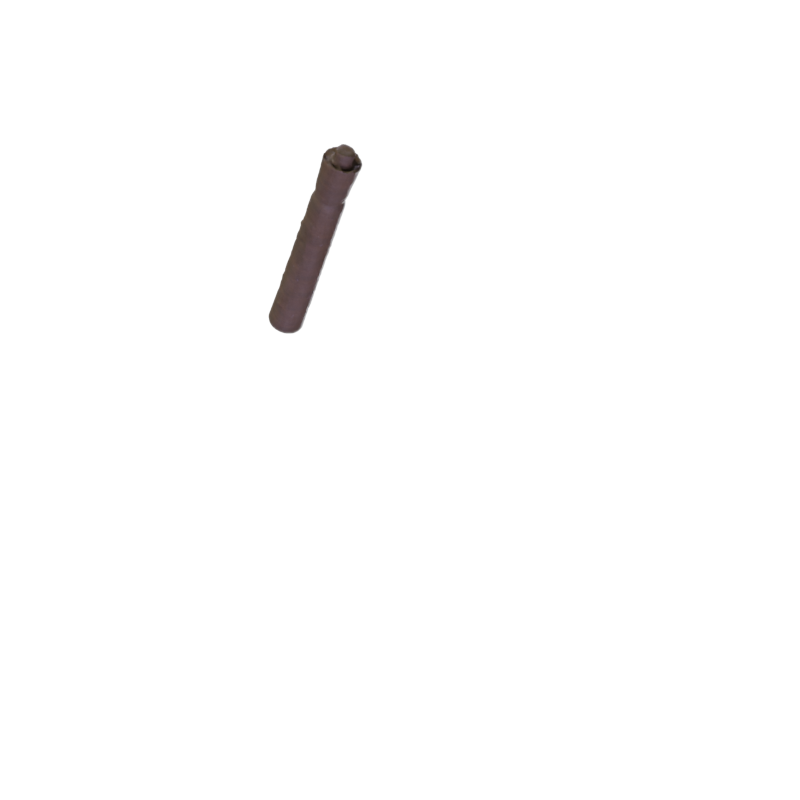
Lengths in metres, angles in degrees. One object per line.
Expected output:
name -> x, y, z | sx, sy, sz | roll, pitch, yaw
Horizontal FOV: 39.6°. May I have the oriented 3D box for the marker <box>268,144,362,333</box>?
marker -> -0.043, -0.078, 0.548 | 0.019, 0.021, 0.115 | 0, -39, -24
